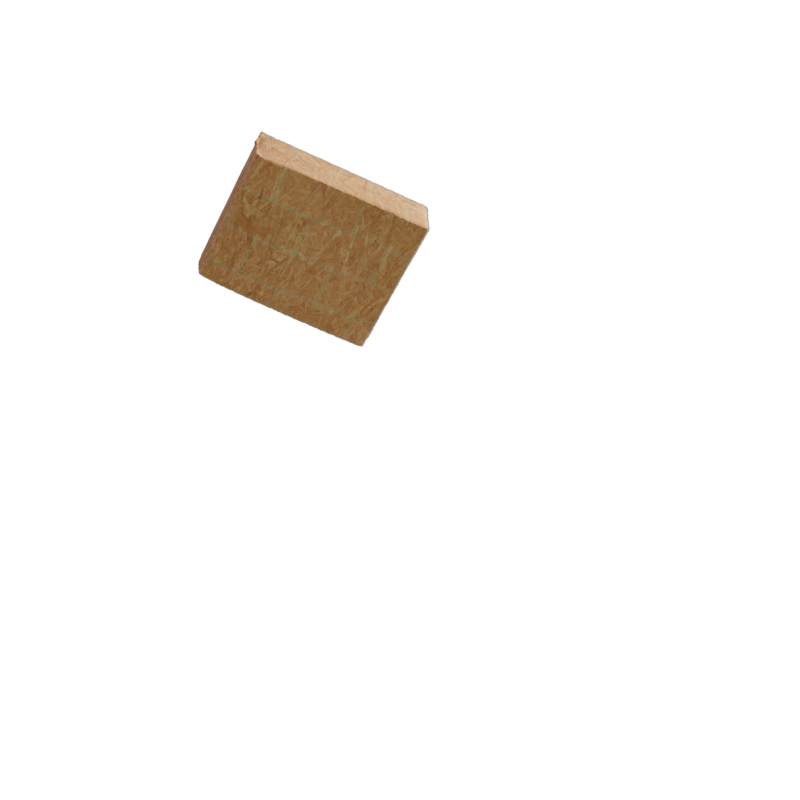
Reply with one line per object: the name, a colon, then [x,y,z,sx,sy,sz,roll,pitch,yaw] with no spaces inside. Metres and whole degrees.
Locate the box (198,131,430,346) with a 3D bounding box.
box: [-0.052,-0.094,0.657,0.111,0.087,0.041,23,25,-12]
